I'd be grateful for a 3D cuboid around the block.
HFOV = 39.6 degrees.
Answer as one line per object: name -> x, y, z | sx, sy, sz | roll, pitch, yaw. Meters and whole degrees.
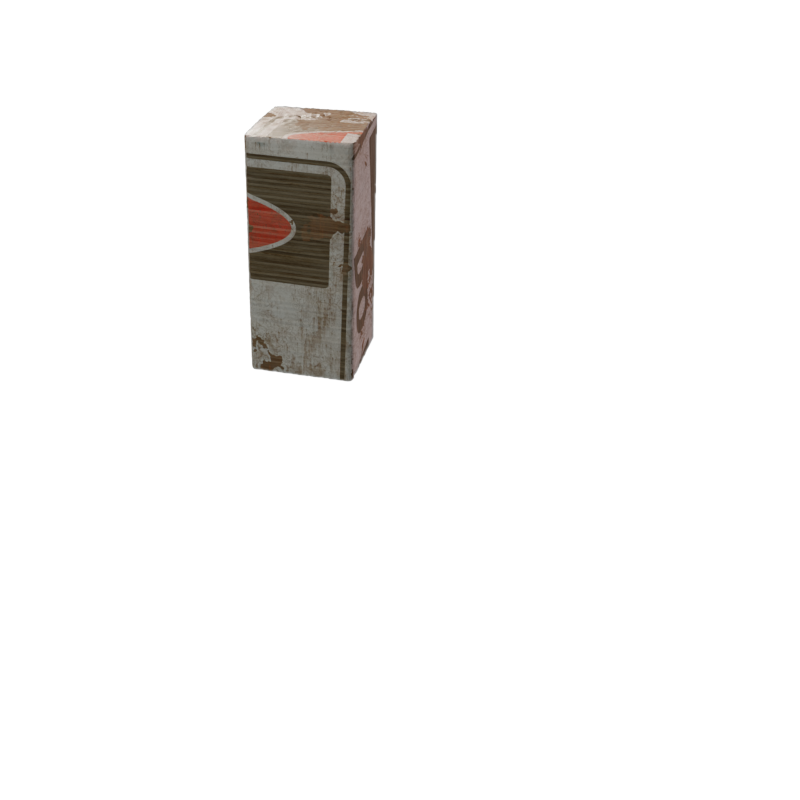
block -> -0.073, -0.132, 0.923 | 0.092, 0.196, 0.093 | 7, 25, 11
